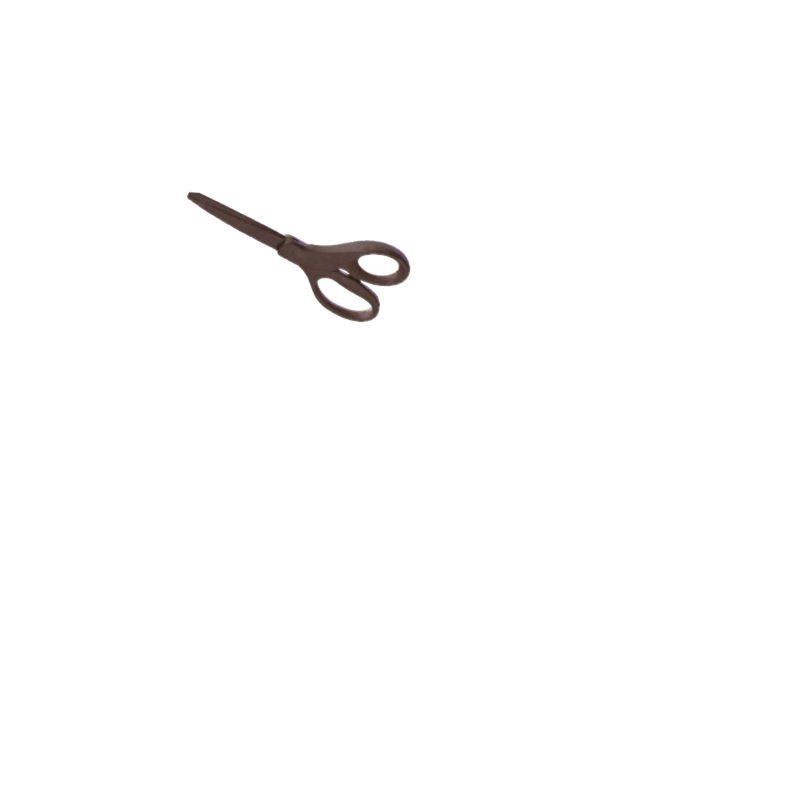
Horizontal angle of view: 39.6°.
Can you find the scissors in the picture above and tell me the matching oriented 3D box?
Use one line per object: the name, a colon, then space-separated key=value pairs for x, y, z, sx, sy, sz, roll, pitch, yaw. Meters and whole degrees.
scissors: x=-0.071 y=-0.129 z=0.901 sx=0.096 sy=0.017 sz=0.188 roll=-27 pitch=-49 yaw=27
